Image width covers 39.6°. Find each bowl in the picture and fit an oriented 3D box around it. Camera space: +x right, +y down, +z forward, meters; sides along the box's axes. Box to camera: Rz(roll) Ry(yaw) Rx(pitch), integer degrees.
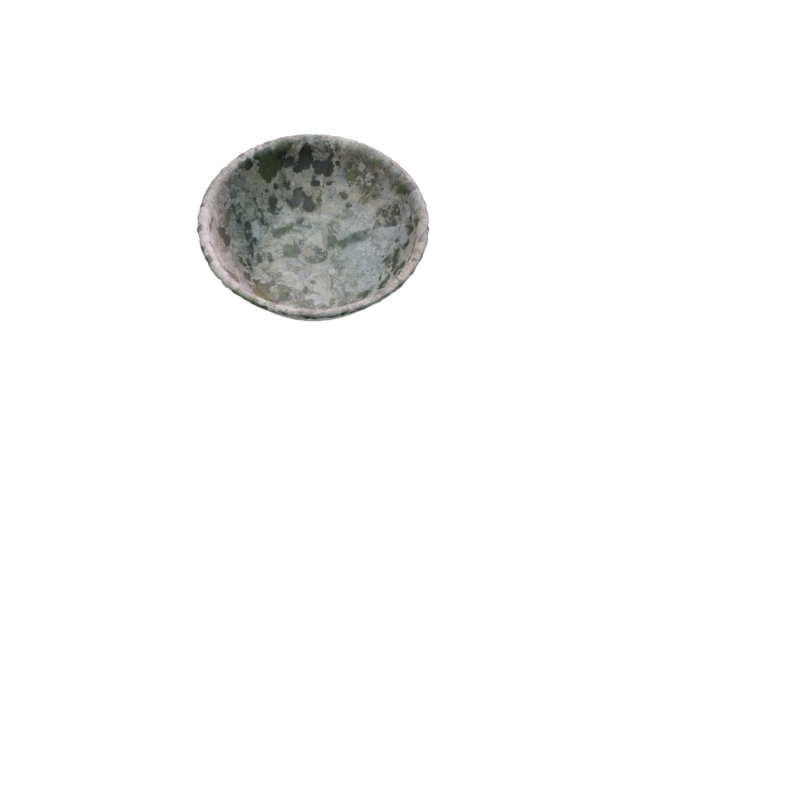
[{"bbox_3d":[-0.062,-0.113,0.793,0.162,0.173,0.051,-1,-33,-1],"label":"bowl"}]
